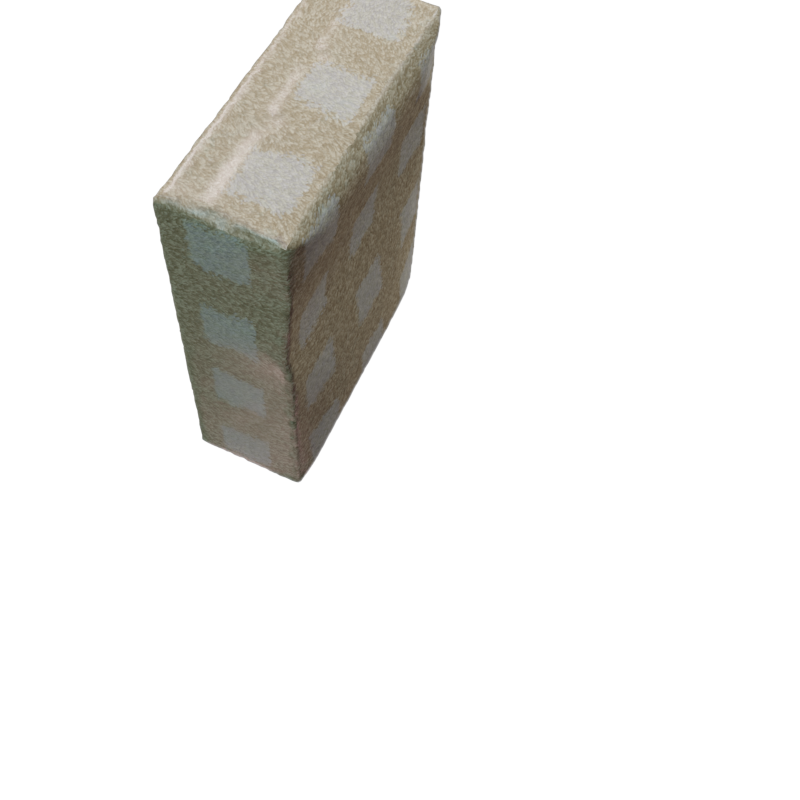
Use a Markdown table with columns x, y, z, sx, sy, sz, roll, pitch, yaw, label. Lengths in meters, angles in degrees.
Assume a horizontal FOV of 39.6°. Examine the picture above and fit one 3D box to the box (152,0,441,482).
| x | y | z | sx | sy | sz | roll | pitch | yaw | label |
| --- | --- | --- | --- | --- | --- | --- | --- | --- | --- |
| -0.044 | -0.081 | 0.565 | 0.074 | 0.171 | 0.200 | 22 | -31 | 9 | box |
